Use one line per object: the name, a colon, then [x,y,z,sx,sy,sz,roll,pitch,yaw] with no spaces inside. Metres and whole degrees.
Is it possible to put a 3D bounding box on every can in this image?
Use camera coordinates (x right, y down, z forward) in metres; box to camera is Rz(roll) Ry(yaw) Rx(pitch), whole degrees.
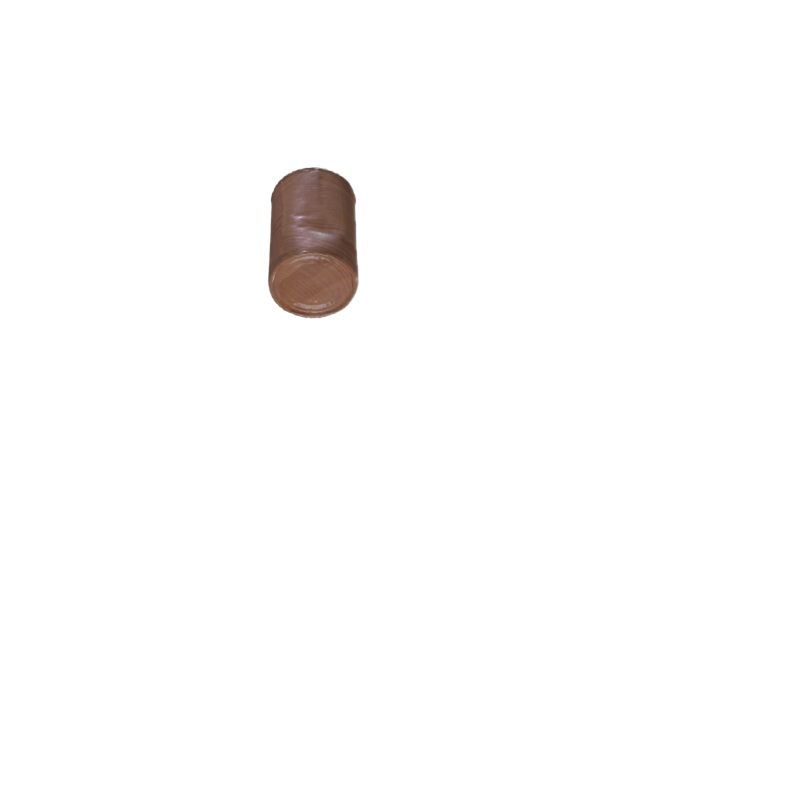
can: [-0.066,-0.121,0.847,0.068,0.064,0.110,-1,44,-3]
